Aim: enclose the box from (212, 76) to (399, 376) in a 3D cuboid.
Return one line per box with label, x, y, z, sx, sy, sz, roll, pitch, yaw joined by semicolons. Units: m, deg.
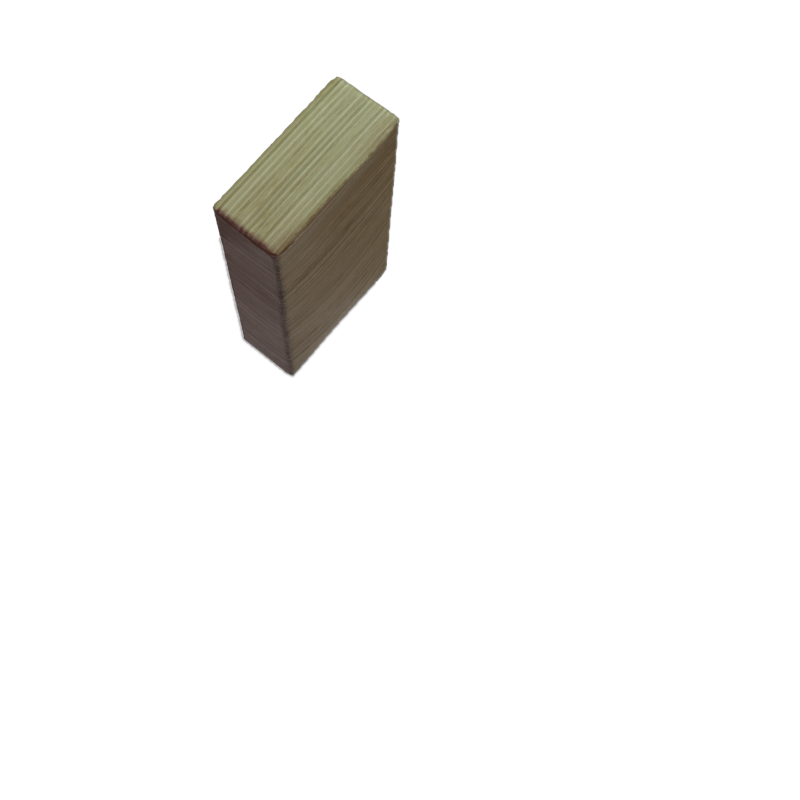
box;-0.045;-0.083;0.582;0.049;0.095;0.169;38;-15;7
